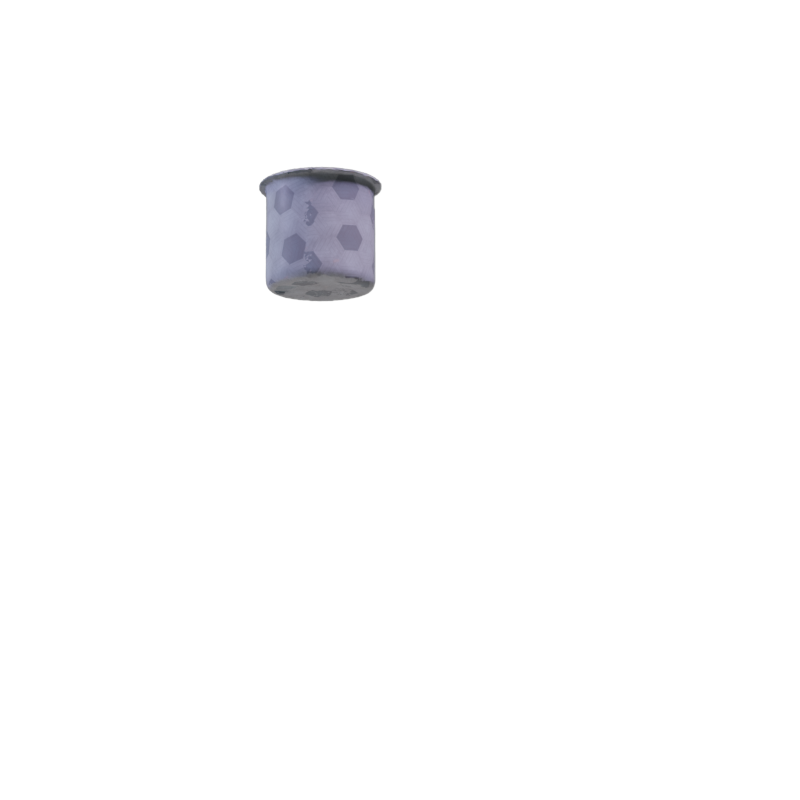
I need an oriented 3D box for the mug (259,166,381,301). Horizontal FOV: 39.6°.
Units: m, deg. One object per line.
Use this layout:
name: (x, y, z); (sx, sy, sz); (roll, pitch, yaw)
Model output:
mug: (-0.066, -0.120, 0.839); (0.090, 0.084, 0.118); (6, -12, -29)
